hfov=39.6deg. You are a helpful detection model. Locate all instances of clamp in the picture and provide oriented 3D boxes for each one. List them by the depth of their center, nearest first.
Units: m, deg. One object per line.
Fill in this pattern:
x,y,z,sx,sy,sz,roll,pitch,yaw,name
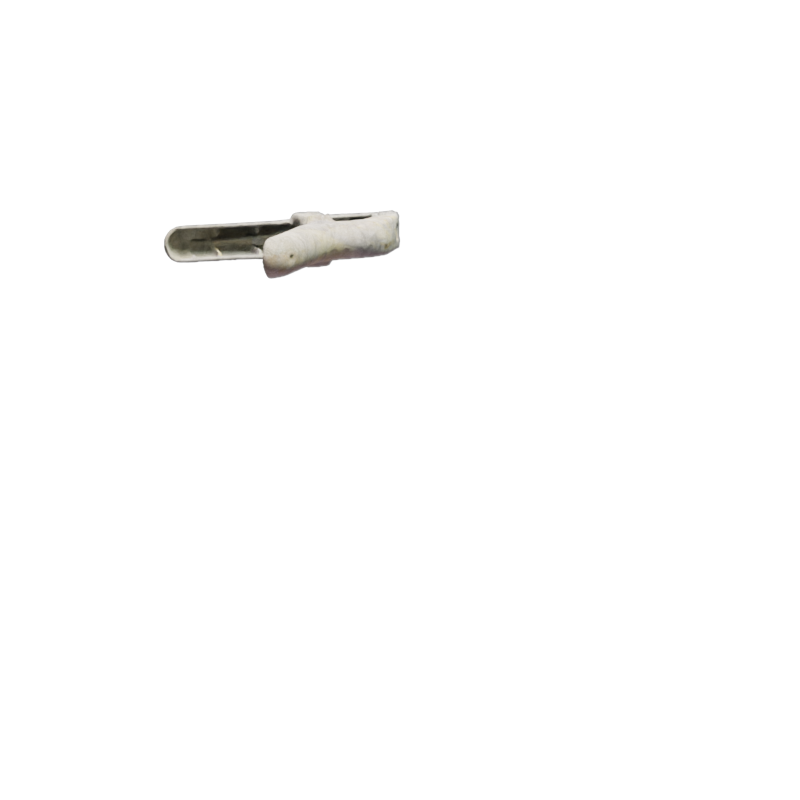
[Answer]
-0.058,-0.106,0.743,0.168,0.038,0.128,-14,24,-32,clamp
